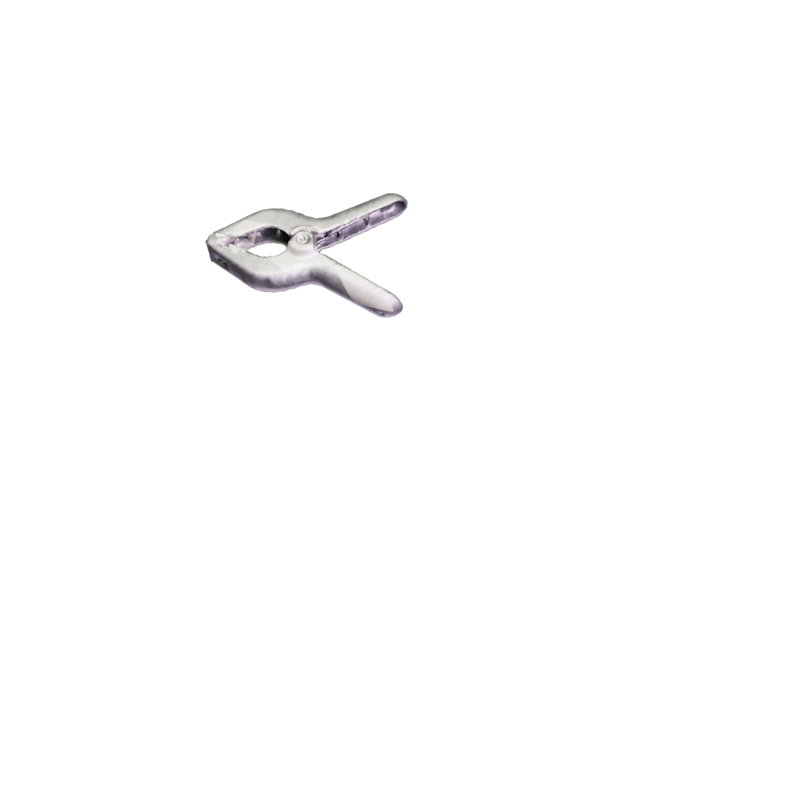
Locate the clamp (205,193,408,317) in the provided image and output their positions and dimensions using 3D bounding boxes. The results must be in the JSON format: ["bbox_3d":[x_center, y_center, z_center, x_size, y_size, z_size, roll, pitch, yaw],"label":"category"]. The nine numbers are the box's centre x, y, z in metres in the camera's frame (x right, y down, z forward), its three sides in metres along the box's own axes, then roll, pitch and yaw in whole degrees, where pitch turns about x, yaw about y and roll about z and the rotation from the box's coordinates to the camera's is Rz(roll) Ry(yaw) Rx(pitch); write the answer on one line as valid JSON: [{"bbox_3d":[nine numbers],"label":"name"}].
[{"bbox_3d":[-0.073,-0.132,0.926,0.174,0.127,0.036,10,-38,8],"label":"clamp"}]
